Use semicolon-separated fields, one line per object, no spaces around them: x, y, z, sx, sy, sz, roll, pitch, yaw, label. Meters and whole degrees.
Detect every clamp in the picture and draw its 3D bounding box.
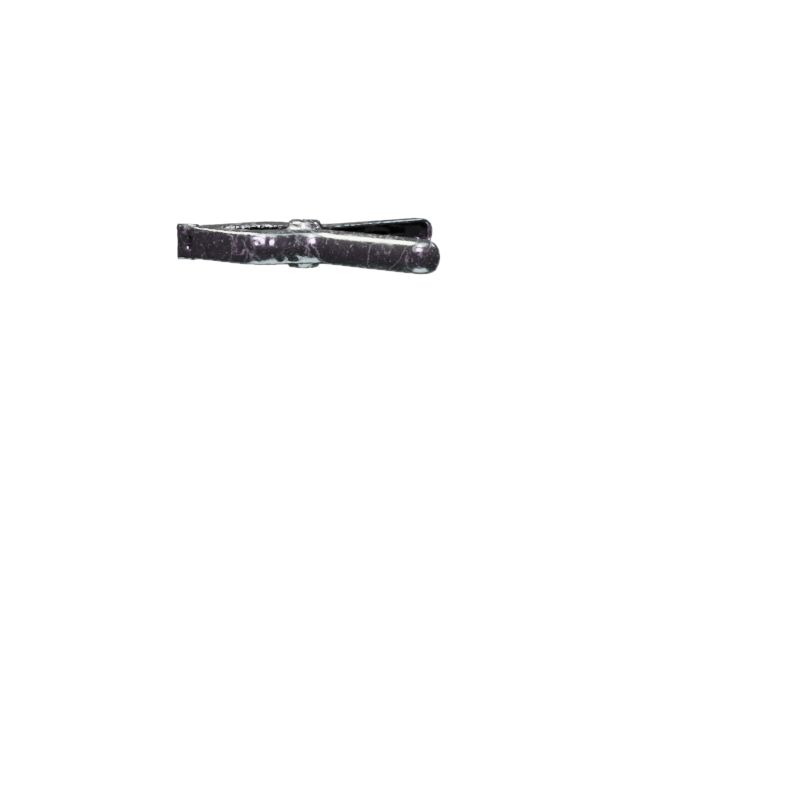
-0.068;-0.124;0.871;0.213;0.035;0.166;2;14;9;clamp
